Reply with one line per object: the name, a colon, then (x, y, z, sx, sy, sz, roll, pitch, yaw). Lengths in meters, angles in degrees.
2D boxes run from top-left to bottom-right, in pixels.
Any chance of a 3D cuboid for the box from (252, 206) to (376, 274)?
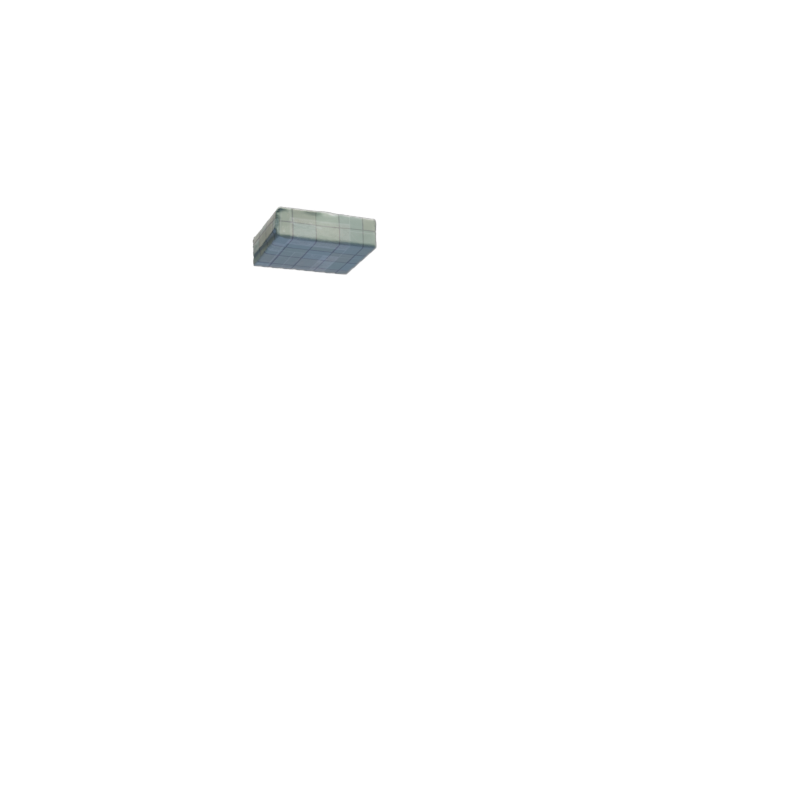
box: (-0.074, -0.135, 0.942, 0.087, 0.031, 0.072, 5, -16, -19)
